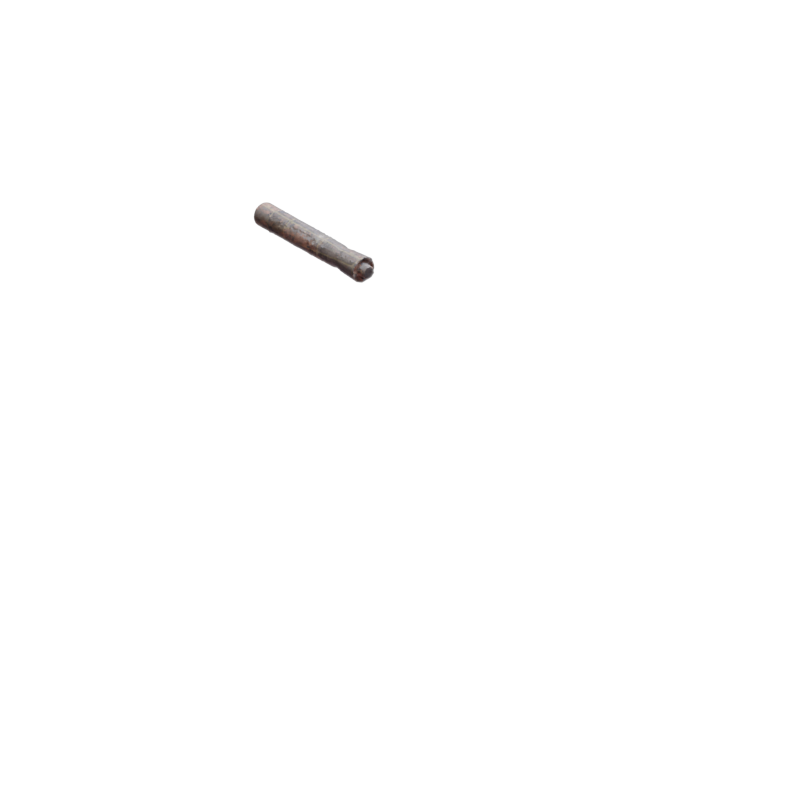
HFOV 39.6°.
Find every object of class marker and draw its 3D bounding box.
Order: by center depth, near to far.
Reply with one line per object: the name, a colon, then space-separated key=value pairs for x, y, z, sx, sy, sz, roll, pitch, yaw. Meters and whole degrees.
marker: x=-0.061 y=-0.112 z=0.783 sx=0.019 sy=0.019 sz=0.130 roll=-3 pitch=27 yaw=-42
